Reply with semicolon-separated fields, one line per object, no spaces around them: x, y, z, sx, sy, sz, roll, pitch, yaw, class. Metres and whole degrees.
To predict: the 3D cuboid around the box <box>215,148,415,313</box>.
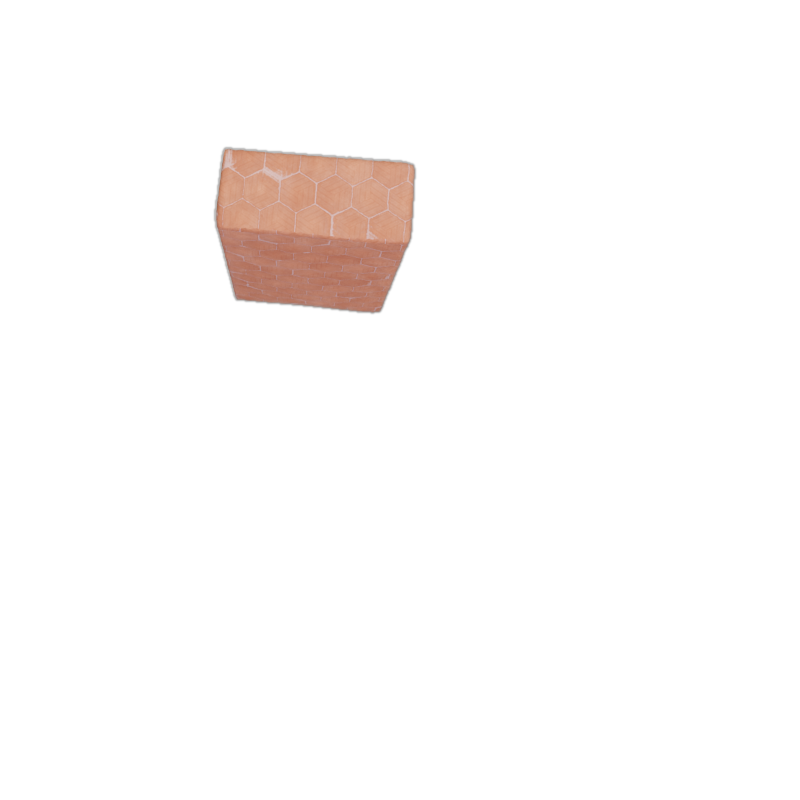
-0.047;-0.085;0.596;0.093;0.049;0.173;5;-5;-3;box
